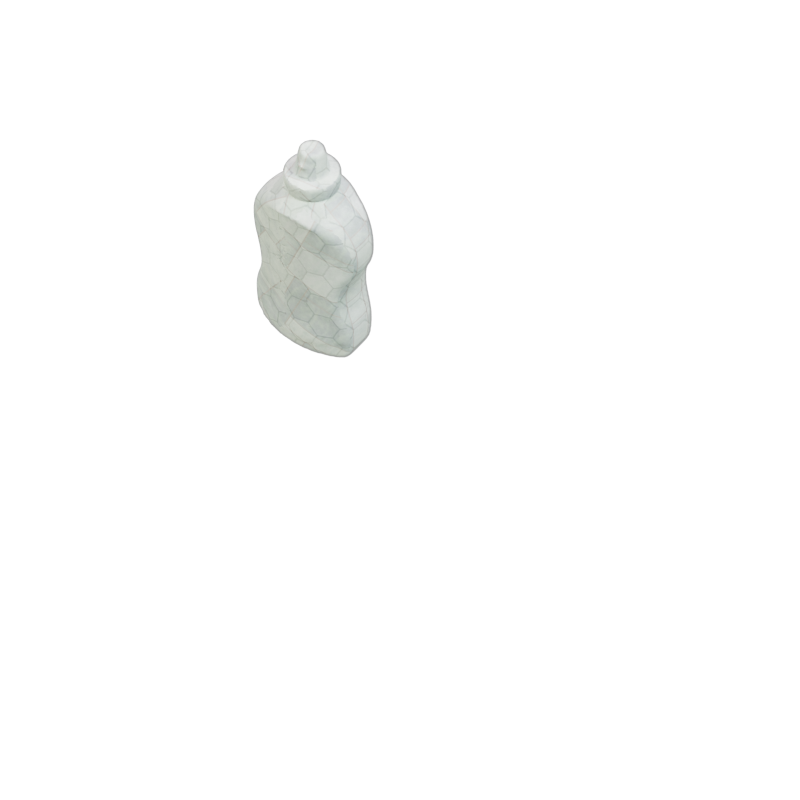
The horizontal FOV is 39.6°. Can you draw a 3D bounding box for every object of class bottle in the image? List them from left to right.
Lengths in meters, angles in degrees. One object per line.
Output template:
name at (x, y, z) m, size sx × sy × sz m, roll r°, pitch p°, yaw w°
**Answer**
bottle at (-0.065, -0.118, 0.827) m, size 0.101 × 0.179 × 0.059 m, roll 34°, pitch 57°, yaw 21°
